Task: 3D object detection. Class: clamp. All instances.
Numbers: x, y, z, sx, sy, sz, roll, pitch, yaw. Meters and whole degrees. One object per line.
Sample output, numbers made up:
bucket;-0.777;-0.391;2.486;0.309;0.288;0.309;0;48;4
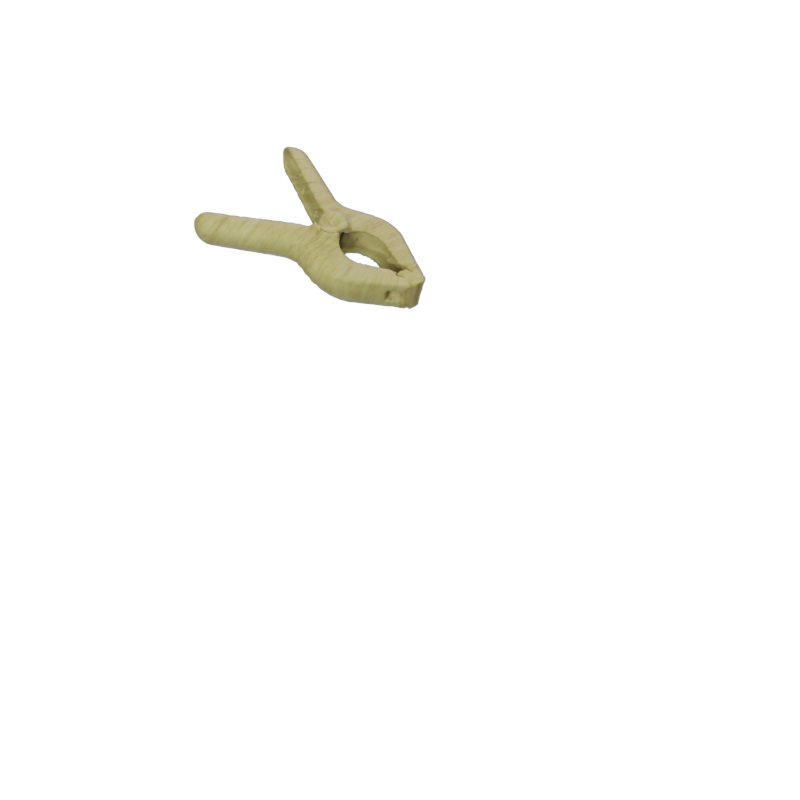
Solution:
clamp;-0.064;-0.116;0.816;0.182;0.037;0.121;38;60;26
